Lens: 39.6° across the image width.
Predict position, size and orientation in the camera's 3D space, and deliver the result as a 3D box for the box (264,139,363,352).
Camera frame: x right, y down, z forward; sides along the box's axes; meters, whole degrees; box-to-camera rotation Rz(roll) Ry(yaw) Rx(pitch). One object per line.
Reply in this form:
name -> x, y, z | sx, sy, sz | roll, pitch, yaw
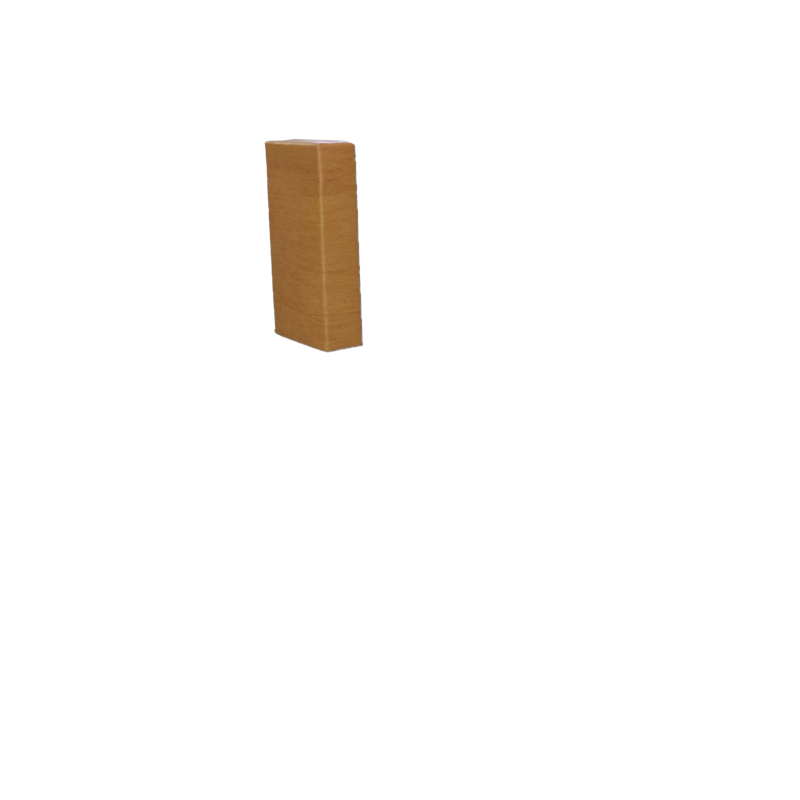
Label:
box -> -0.075, -0.138, 0.963 | 0.047, 0.173, 0.098 | -5, 11, -34
